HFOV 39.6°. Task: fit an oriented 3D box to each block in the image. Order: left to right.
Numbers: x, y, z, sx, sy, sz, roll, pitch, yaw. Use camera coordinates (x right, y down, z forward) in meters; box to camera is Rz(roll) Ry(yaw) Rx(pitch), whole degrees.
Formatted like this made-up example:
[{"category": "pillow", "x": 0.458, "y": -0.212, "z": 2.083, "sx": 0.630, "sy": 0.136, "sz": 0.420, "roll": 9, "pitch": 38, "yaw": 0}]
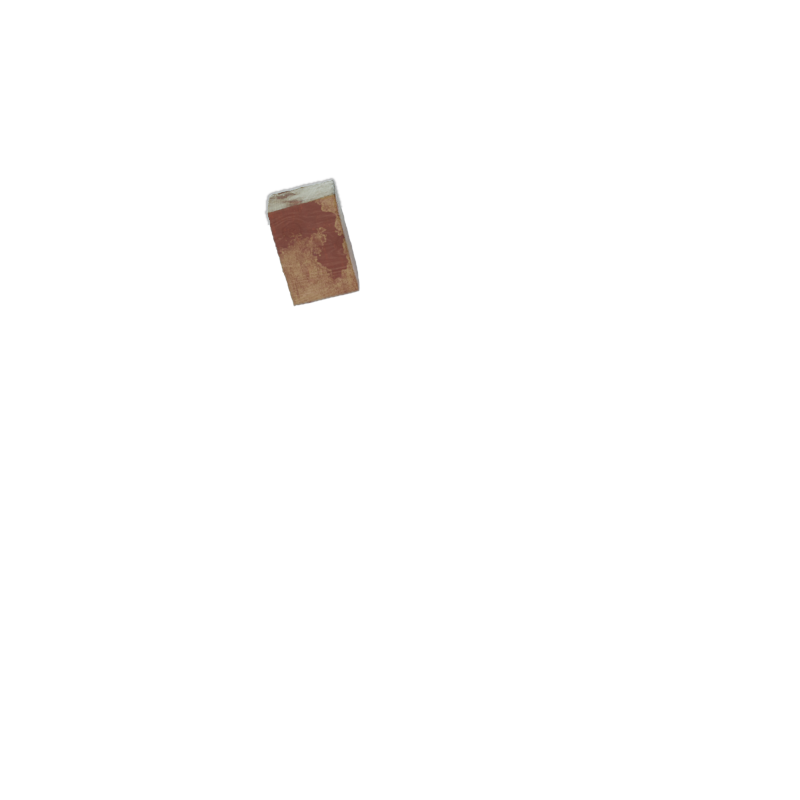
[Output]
[{"category": "block", "x": -0.065, "y": -0.118, "z": 0.827, "sx": 0.053, "sy": 0.074, "sz": 0.054, "roll": -13, "pitch": 21, "yaw": 3}]
